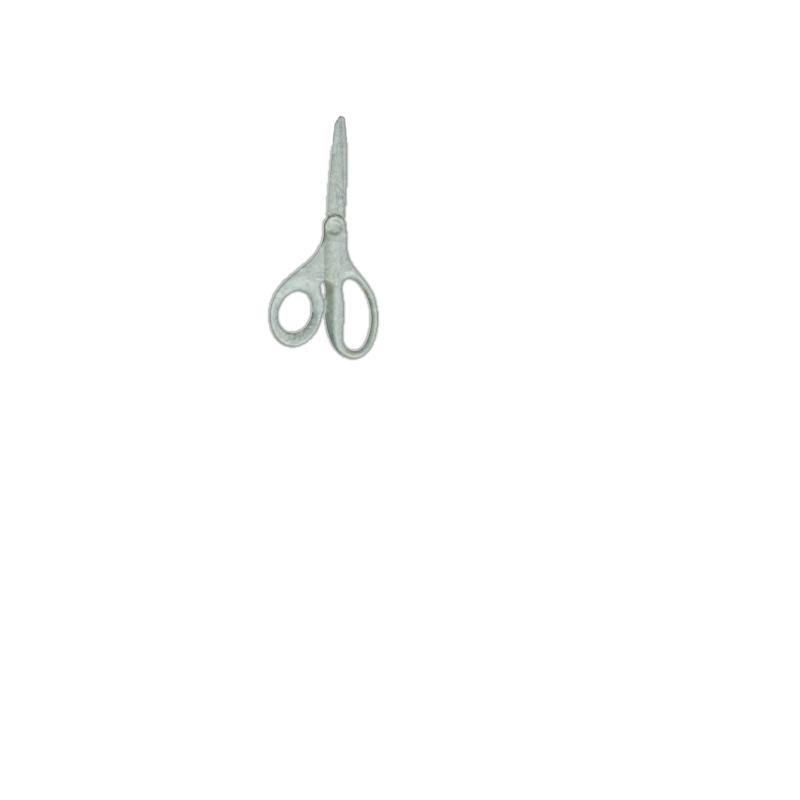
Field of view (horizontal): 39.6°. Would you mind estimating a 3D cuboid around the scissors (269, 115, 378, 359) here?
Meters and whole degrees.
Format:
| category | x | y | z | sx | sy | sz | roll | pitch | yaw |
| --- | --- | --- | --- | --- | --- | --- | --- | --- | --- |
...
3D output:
| category | x | y | z | sx | sy | sz | roll | pitch | yaw |
| --- | --- | --- | --- | --- | --- | --- | --- | --- | --- |
| scissors | -0.071 | -0.129 | 0.903 | 0.096 | 0.209 | 0.015 | -12 | -13 | -3 |
